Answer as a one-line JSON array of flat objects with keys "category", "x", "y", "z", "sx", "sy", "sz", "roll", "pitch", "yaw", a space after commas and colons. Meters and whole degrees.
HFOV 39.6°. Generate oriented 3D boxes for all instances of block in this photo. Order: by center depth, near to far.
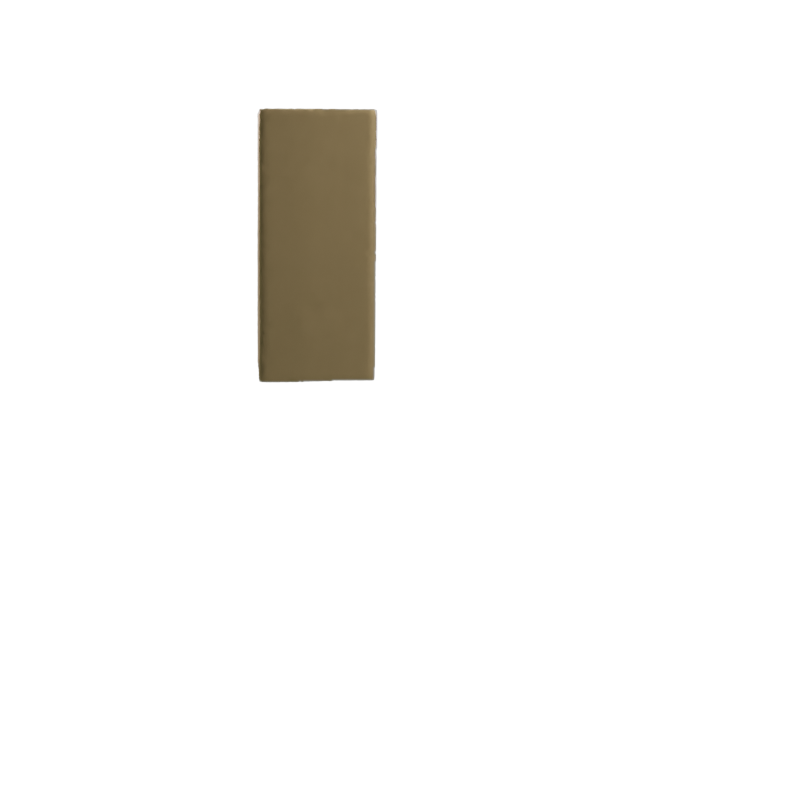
[{"category": "block", "x": -0.068, "y": -0.125, "z": 0.874, "sx": 0.089, "sy": 0.204, "sz": 0.093, "roll": 0, "pitch": 6, "yaw": -7}]
